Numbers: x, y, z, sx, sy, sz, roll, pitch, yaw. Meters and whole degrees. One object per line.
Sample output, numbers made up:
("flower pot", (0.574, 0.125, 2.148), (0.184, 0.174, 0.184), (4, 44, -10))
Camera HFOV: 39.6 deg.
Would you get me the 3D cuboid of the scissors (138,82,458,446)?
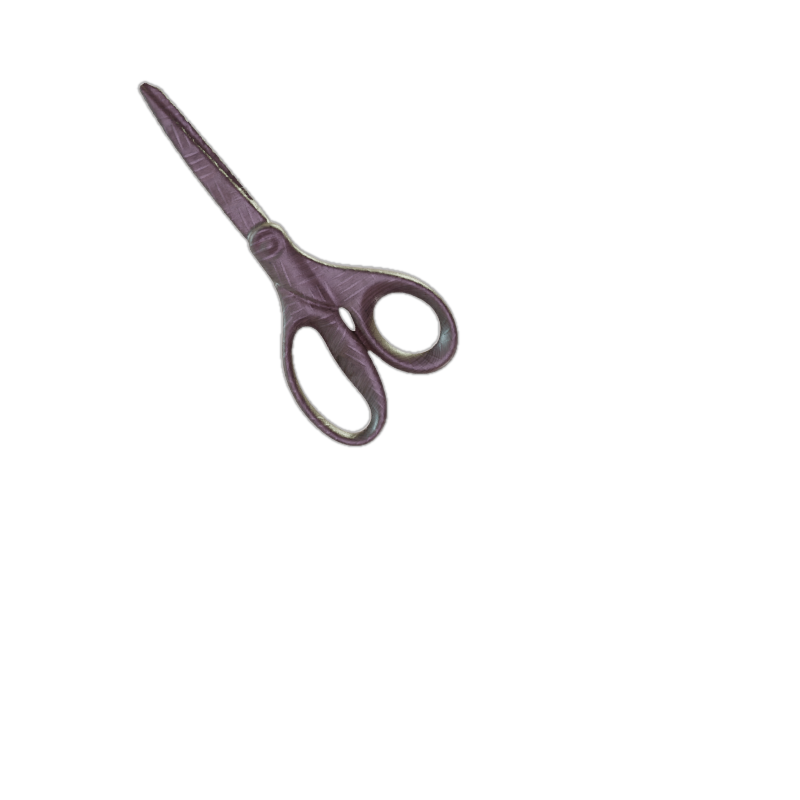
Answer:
("scissors", (-0.042, -0.076, 0.531), (0.096, 0.199, 0.016), (-23, 5, 2))
